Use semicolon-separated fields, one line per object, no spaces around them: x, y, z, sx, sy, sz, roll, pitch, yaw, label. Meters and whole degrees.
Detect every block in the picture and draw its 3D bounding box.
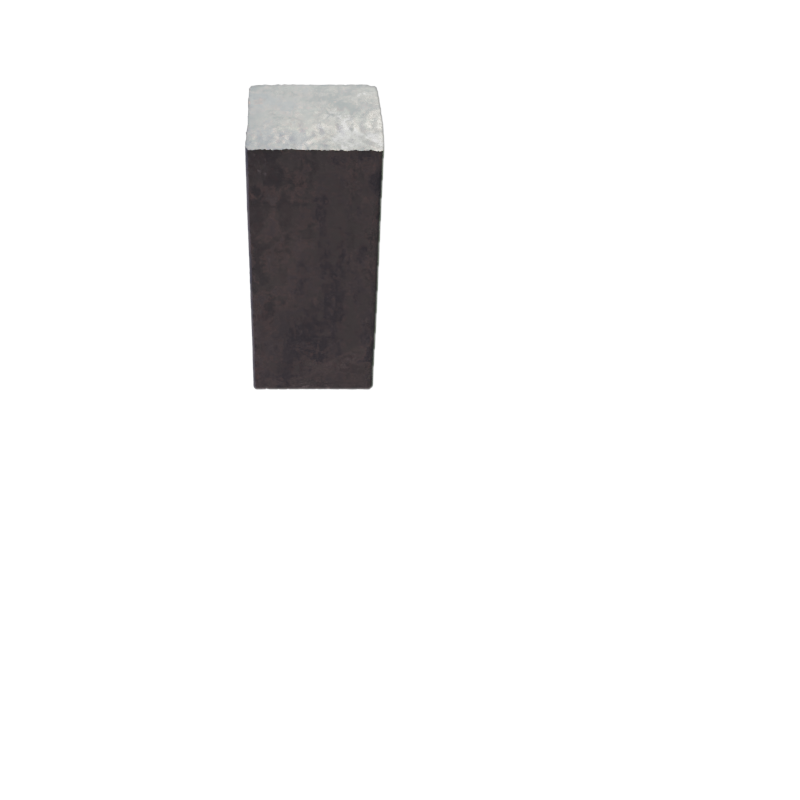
-0.062;-0.114;0.792;0.090;0.192;0.097;0;39;-4;block
